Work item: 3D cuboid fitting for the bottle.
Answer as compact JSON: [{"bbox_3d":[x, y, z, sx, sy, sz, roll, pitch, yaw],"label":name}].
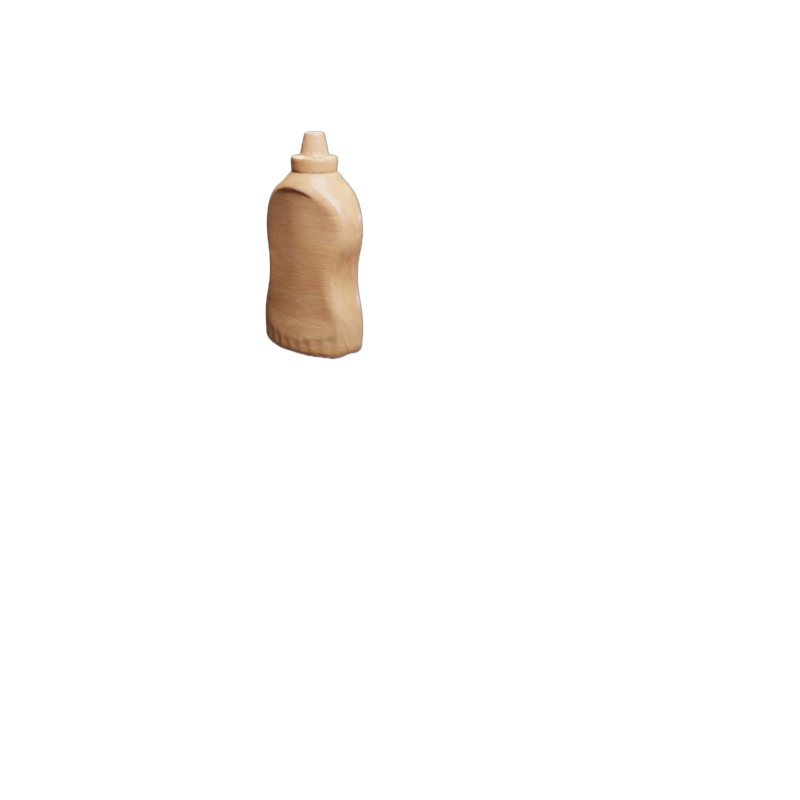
[{"bbox_3d":[-0.075,-0.138,0.968,0.101,0.186,0.057,14,19,43],"label":"bottle"}]
